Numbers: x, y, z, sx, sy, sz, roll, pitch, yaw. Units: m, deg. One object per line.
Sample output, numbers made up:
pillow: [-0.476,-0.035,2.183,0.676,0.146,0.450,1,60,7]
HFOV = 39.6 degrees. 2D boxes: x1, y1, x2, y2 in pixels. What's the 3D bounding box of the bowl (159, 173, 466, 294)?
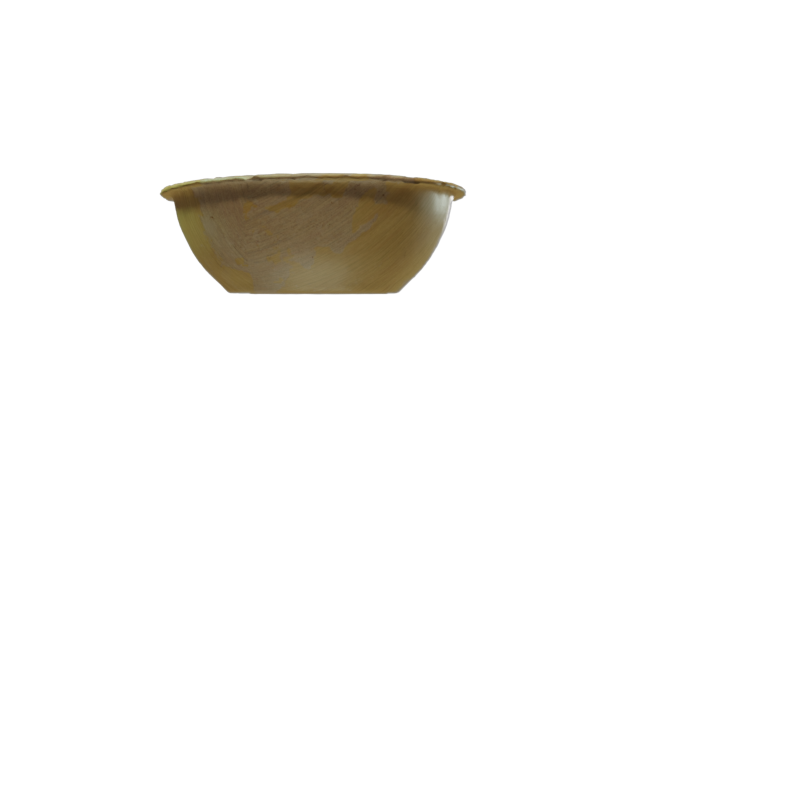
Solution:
bowl: [-0.046,-0.084,0.588,0.162,0.055,0.163,0,4,-2]
